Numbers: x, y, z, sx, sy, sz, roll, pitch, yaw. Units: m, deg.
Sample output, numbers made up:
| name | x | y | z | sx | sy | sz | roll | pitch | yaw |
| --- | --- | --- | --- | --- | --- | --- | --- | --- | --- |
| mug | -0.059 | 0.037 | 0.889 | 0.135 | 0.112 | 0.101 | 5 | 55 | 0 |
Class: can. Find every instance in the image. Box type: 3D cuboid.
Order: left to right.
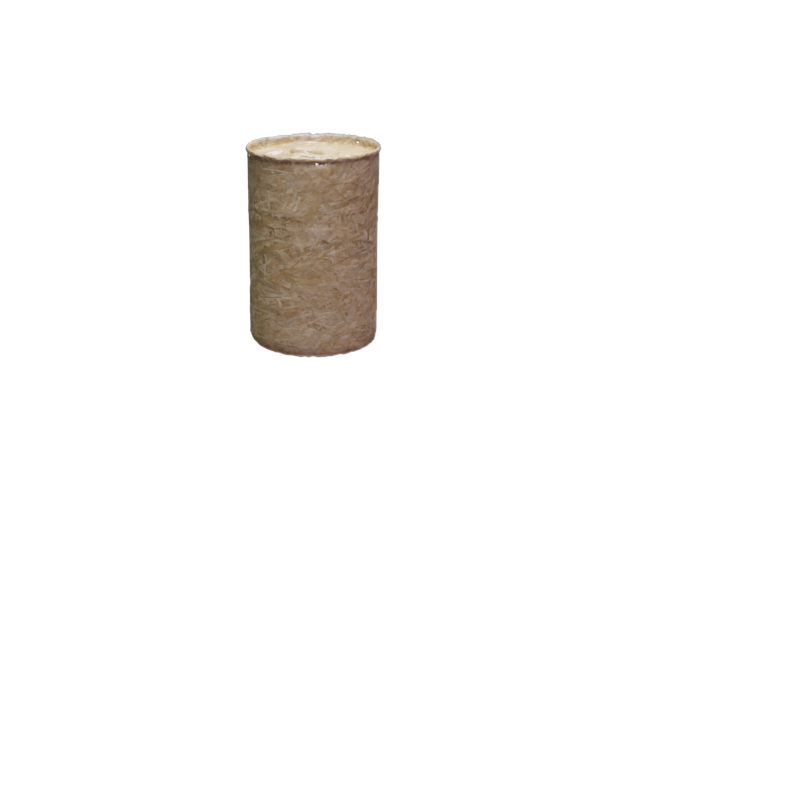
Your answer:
| name | x | y | z | sx | sy | sz | roll | pitch | yaw |
| --- | --- | --- | --- | --- | --- | --- | --- | --- | --- |
| can | -0.045 | -0.081 | 0.569 | 0.068 | 0.098 | 0.071 | 0 | 18 | -2 |
